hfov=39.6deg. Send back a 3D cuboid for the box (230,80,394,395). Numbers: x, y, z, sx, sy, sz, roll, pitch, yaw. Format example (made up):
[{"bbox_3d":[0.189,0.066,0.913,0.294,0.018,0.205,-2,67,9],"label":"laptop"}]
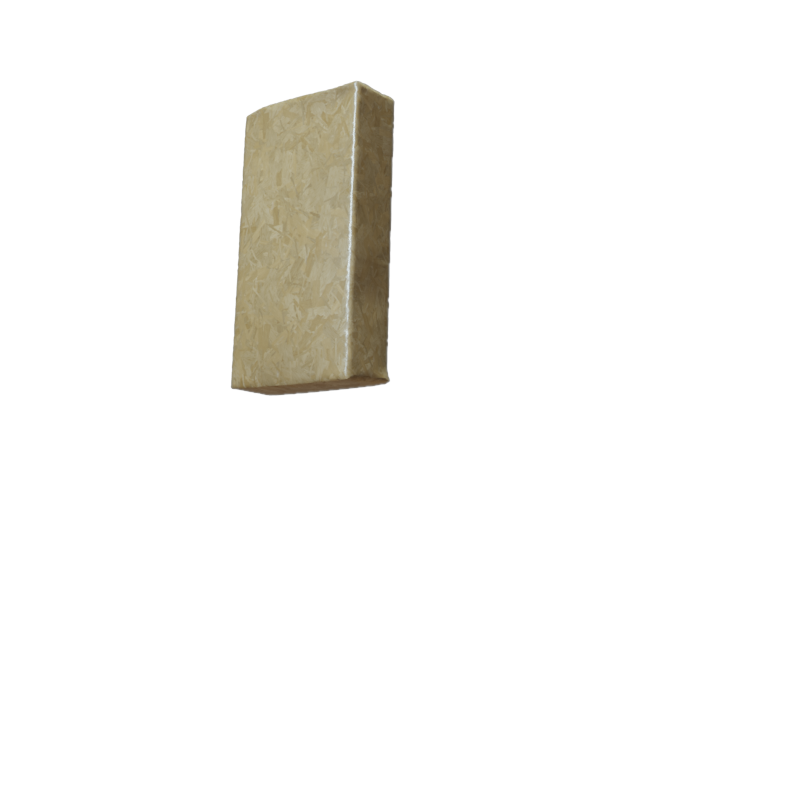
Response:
[{"bbox_3d":[-0.052,-0.095,0.663,0.096,0.182,0.045,-9,-15,36],"label":"box"}]
